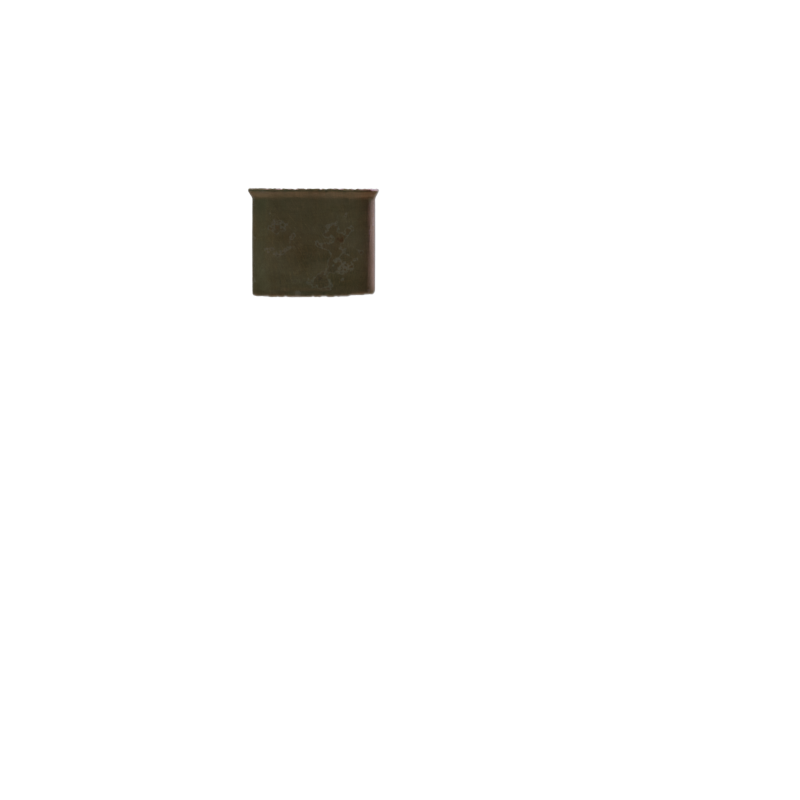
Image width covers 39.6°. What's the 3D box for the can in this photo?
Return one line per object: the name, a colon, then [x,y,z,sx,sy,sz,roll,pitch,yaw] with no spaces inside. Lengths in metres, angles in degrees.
can: [-0.068,-0.124,0.872,0.102,0.083,0.058,0,4,-2]
